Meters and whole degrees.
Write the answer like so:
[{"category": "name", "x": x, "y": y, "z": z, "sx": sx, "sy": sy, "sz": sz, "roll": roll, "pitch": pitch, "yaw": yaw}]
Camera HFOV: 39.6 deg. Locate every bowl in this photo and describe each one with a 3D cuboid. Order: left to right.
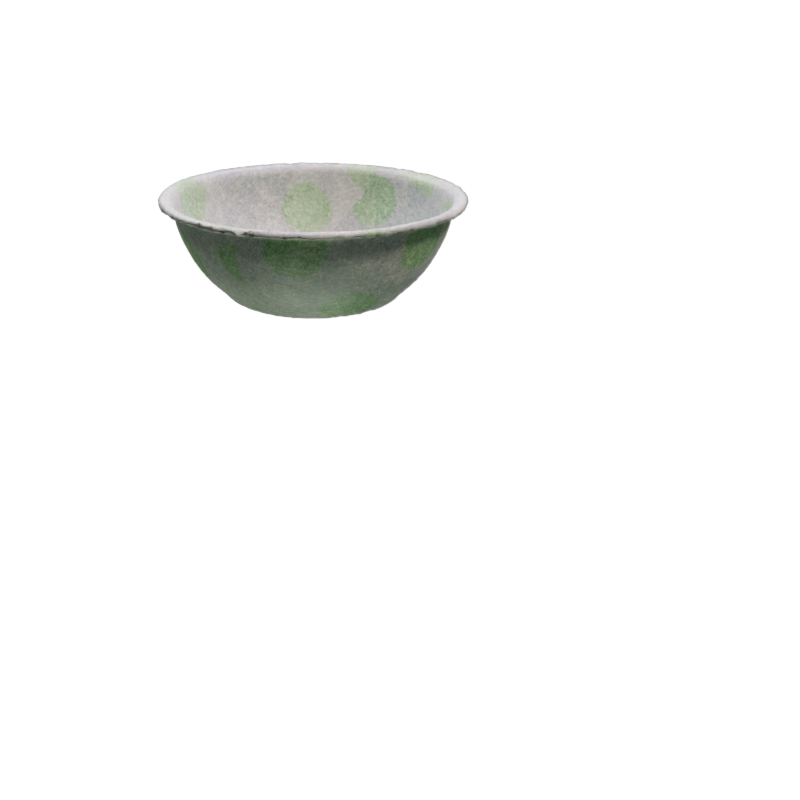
[{"category": "bowl", "x": -0.046, "y": -0.084, "z": 0.588, "sx": 0.162, "sy": 0.053, "sz": 0.170, "roll": -1, "pitch": 23, "yaw": -2}]
